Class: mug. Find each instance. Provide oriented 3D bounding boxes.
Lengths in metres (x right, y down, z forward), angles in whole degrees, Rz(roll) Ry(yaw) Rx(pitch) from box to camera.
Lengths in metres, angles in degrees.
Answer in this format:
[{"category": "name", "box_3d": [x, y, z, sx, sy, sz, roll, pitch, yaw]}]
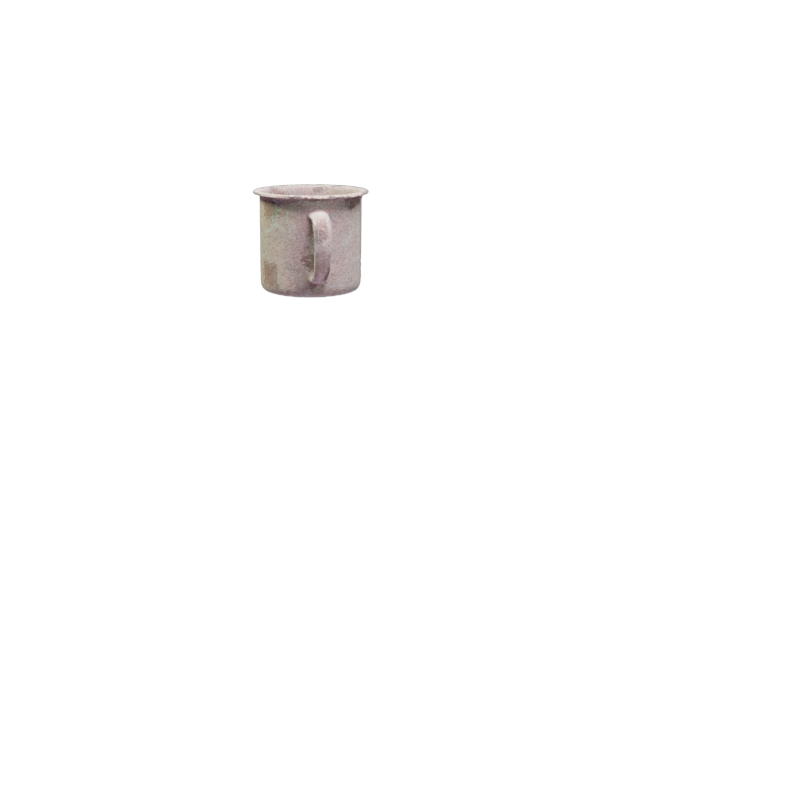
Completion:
[{"category": "mug", "box_3d": [-0.069, -0.126, 0.884, 0.092, 0.079, 0.122, -3, 14, -13]}]
